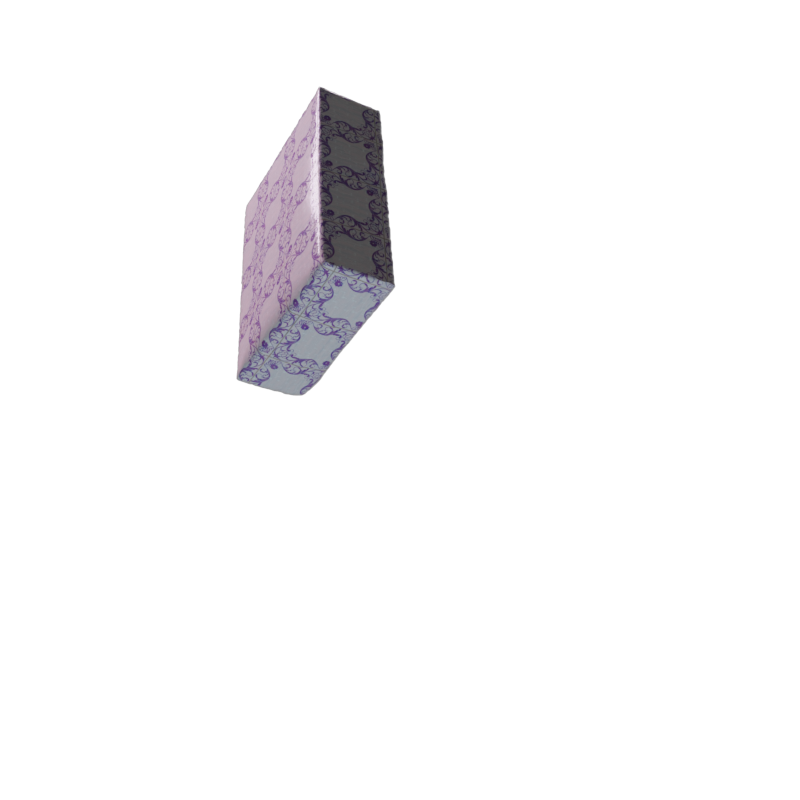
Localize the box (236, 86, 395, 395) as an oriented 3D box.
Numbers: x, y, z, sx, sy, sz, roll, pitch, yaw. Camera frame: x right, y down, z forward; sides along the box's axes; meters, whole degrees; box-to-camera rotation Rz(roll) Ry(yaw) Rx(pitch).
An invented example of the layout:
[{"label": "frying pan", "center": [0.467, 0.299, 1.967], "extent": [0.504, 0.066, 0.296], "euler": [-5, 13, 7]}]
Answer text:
[{"label": "box", "center": [-0.075, -0.136, 0.954], "extent": [0.069, 0.230, 0.159], "euler": [19, -45, -24]}]
